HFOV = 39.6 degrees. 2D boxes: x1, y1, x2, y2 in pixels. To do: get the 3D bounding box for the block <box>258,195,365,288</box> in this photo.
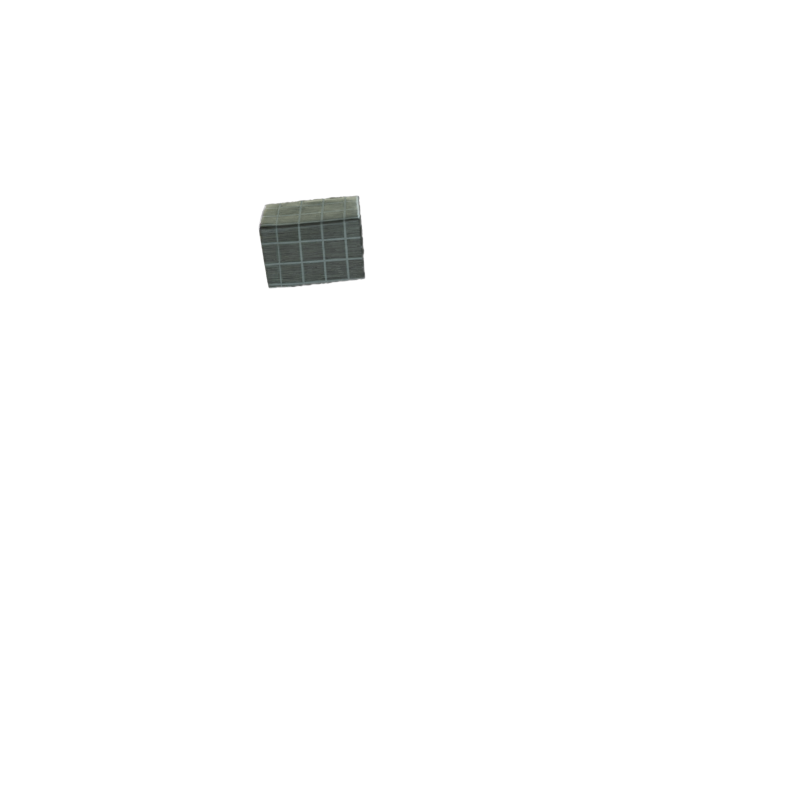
[{"bbox_3d":[-0.067,-0.123,0.862,0.078,0.050,0.054,-5,27,1],"label":"block"}]
